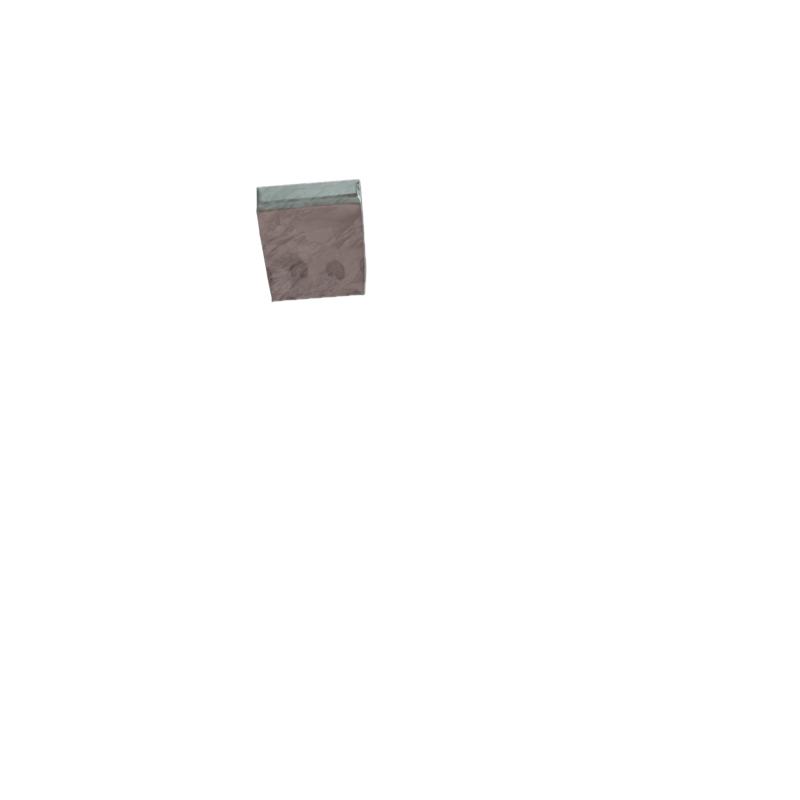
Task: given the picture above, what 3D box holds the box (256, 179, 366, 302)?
[{"bbox_3d":[-0.076,-0.139,0.971,0.090,0.105,0.042,-3,44,2],"label":"box"}]
